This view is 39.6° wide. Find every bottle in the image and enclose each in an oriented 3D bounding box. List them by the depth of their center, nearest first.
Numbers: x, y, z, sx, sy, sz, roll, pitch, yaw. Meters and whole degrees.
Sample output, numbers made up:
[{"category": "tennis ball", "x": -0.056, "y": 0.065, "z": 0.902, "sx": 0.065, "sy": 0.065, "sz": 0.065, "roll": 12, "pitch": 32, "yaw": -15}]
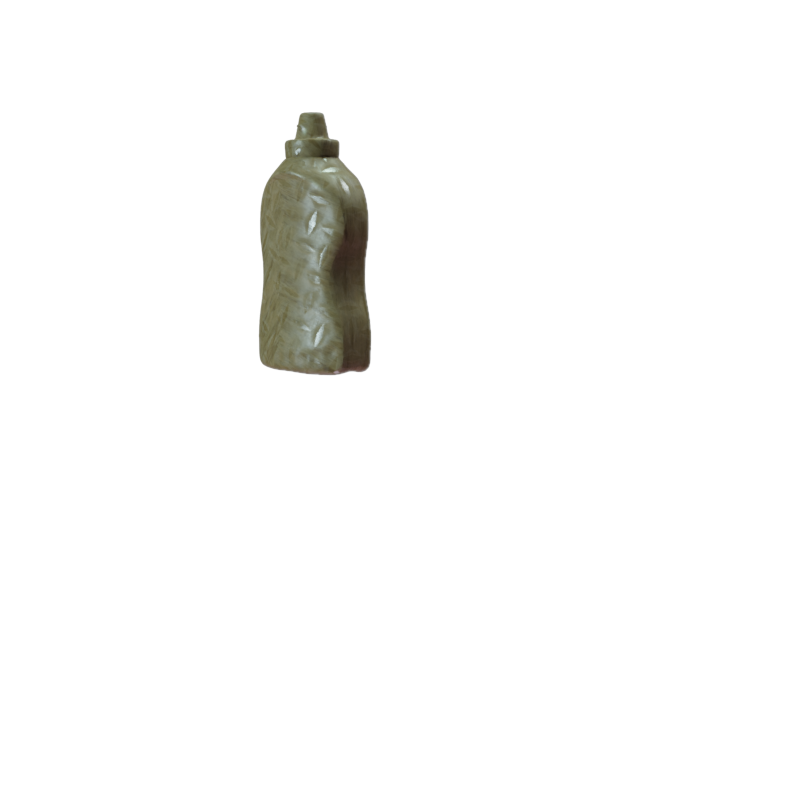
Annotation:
[{"category": "bottle", "x": -0.065, "y": -0.118, "z": 0.828, "sx": 0.056, "sy": 0.191, "sz": 0.100, "roll": -1, "pitch": 2, "yaw": -42}]
